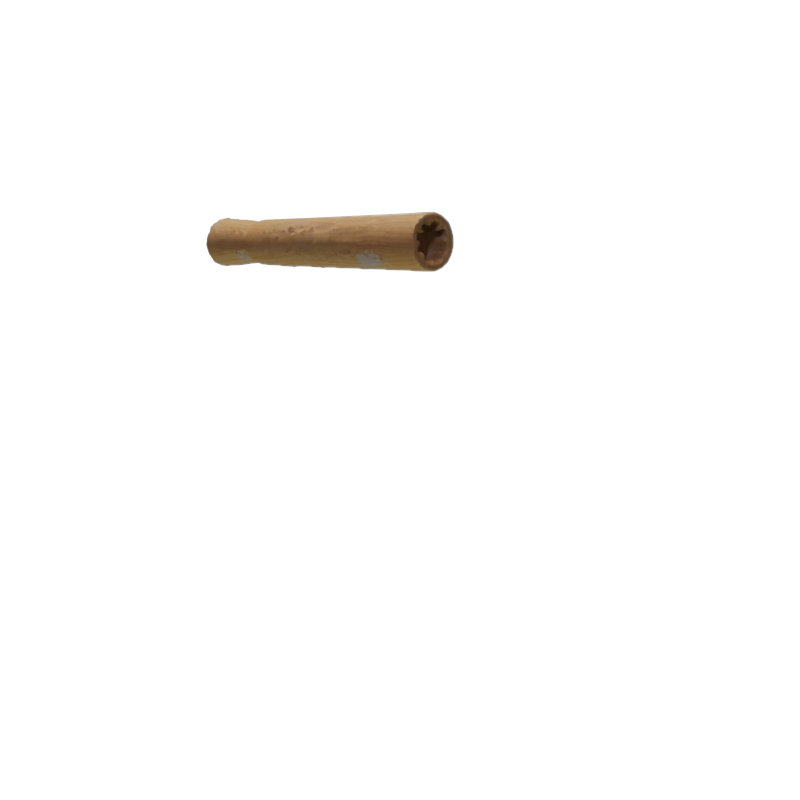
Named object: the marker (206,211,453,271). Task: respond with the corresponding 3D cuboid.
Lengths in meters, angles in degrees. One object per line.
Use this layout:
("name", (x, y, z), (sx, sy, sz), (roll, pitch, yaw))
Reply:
("marker", (-0.031, -0.056, 0.391), (0.019, 0.020, 0.126), (-3, 8, -40))
